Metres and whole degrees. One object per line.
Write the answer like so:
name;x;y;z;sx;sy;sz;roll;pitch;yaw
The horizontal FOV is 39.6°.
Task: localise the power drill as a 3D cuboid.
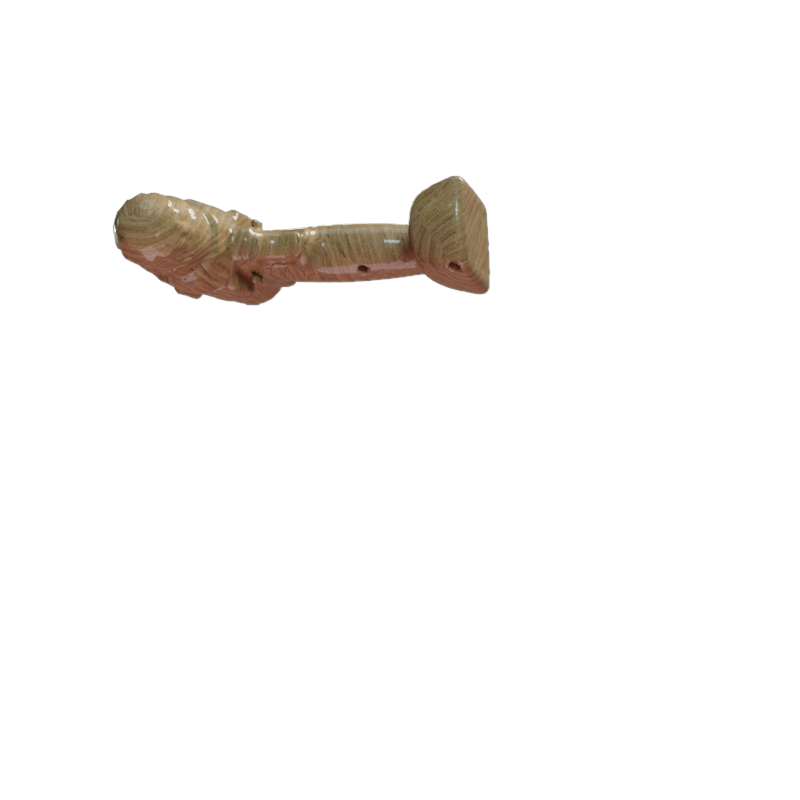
power drill;-0.050;-0.090;0.634;0.191;0.058;0.179;0;-1;16
